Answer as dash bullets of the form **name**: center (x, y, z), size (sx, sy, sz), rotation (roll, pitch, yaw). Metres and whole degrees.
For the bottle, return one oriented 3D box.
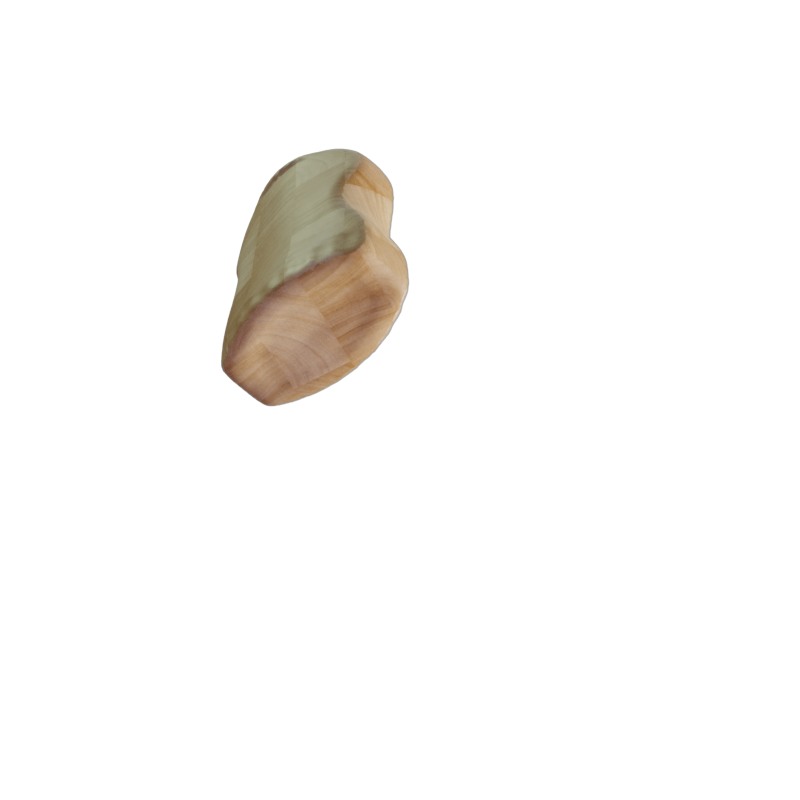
- **bottle**: center (-0.045, -0.083, 0.583), size (0.055, 0.095, 0.204), rotation (40, 21, -24)
